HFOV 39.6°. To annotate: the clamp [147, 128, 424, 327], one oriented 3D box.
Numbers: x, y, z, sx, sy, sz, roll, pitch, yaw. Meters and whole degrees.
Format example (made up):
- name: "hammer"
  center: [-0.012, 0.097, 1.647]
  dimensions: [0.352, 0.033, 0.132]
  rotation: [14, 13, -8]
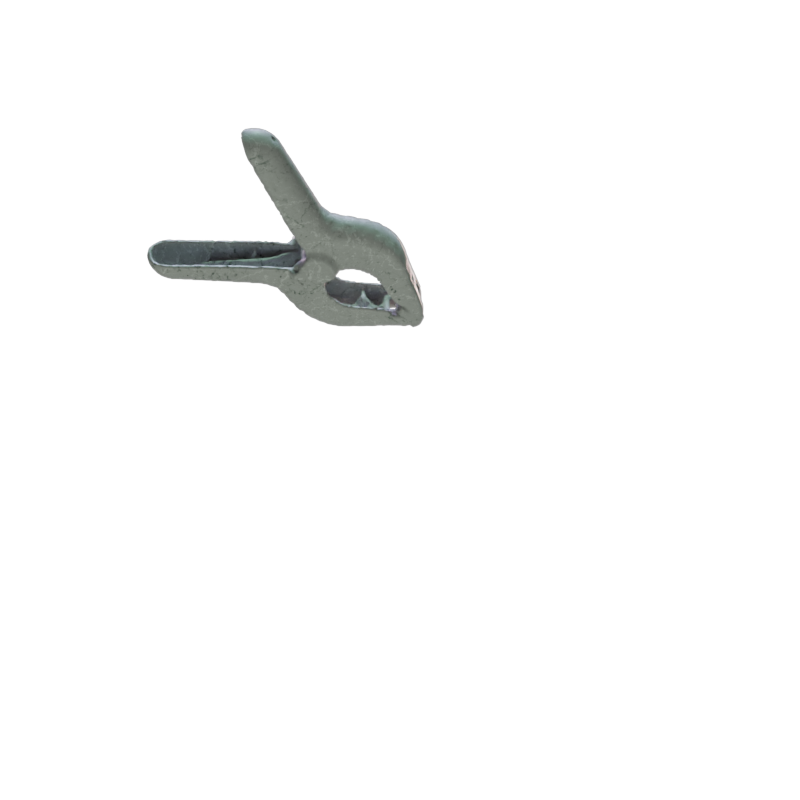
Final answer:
- name: "clamp"
  center: [-0.052, -0.094, 0.659]
  dimensions: [0.165, 0.042, 0.116]
  rotation: [16, -39, -21]
